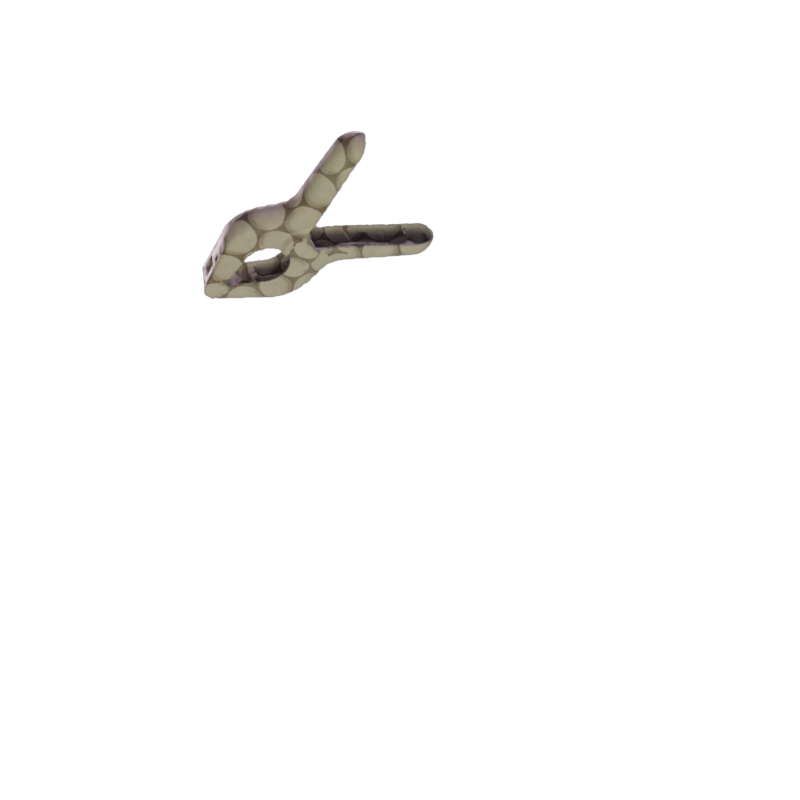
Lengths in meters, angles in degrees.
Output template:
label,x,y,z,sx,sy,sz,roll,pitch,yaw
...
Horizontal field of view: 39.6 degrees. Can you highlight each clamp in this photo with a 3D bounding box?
label,x,y,z,sx,sy,sz,roll,pitch,yaw
clamp,-0.064,-0.116,0.812,0.171,0.042,0.112,-29,-53,24
